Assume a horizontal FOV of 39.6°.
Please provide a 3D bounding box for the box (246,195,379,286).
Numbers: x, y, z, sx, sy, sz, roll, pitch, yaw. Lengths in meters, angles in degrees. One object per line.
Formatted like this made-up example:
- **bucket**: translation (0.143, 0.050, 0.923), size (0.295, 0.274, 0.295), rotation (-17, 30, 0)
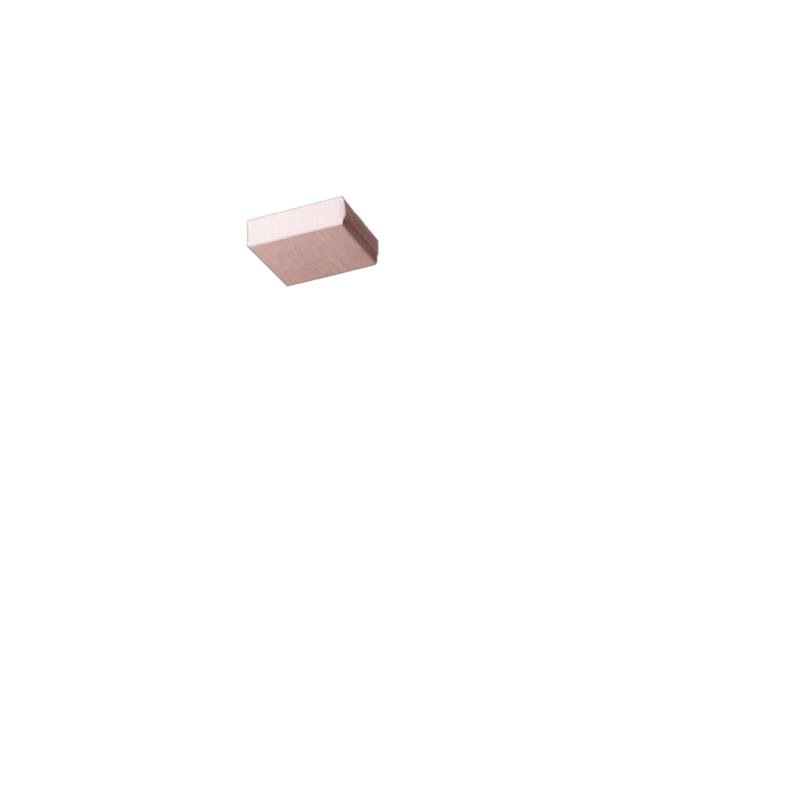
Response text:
- **box**: translation (-0.072, -0.131, 0.919), size (0.090, 0.032, 0.068), rotation (-11, -29, 21)
